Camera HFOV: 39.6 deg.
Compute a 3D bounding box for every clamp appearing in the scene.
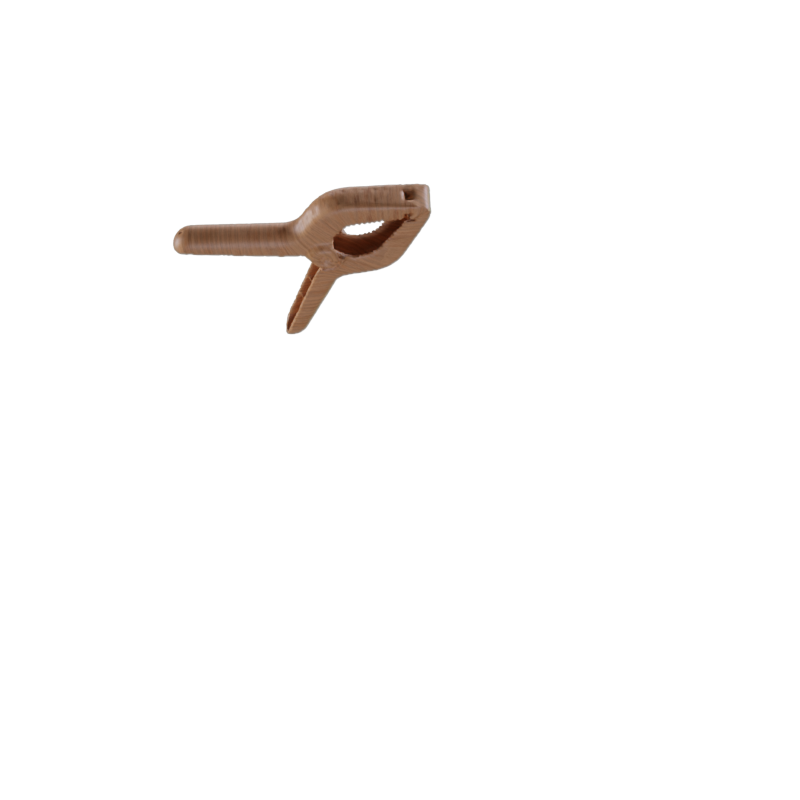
[{"bbox_3d":[-0.072,-0.131,0.917,0.210,0.039,0.154,-25,-40,34],"label":"clamp"}]
